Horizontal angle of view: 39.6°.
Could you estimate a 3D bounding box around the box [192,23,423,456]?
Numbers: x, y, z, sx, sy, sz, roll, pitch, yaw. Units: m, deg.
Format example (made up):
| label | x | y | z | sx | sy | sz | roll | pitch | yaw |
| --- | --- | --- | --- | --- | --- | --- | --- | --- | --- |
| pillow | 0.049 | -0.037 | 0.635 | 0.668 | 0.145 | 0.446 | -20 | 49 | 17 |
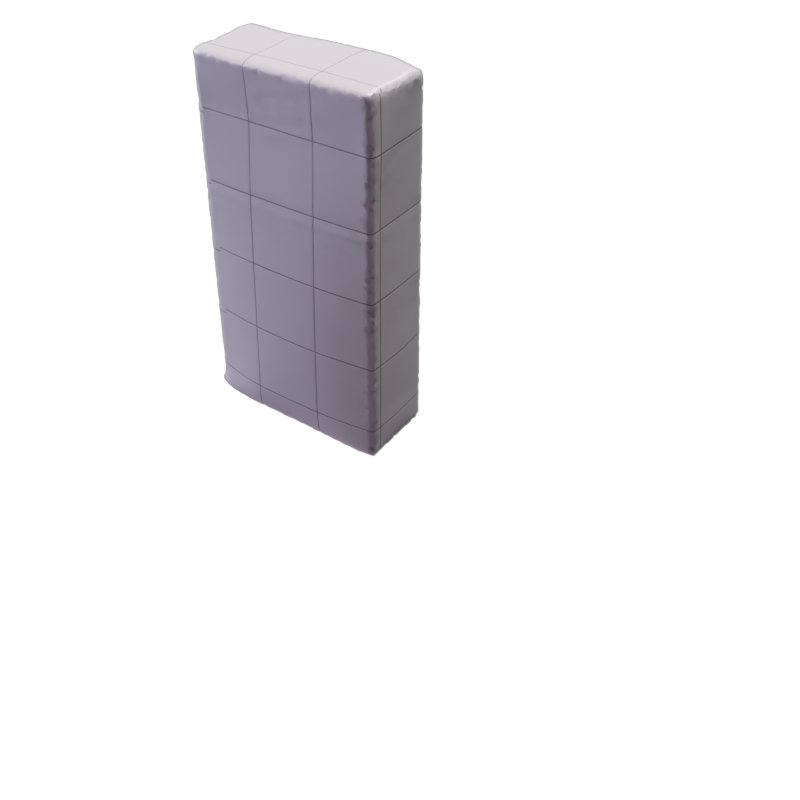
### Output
| label | x | y | z | sx | sy | sz | roll | pitch | yaw |
| --- | --- | --- | --- | --- | --- | --- | --- | --- | --- |
| box | -0.038 | -0.070 | 0.488 | 0.099 | 0.166 | 0.048 | 23 | 37 | 30 |
